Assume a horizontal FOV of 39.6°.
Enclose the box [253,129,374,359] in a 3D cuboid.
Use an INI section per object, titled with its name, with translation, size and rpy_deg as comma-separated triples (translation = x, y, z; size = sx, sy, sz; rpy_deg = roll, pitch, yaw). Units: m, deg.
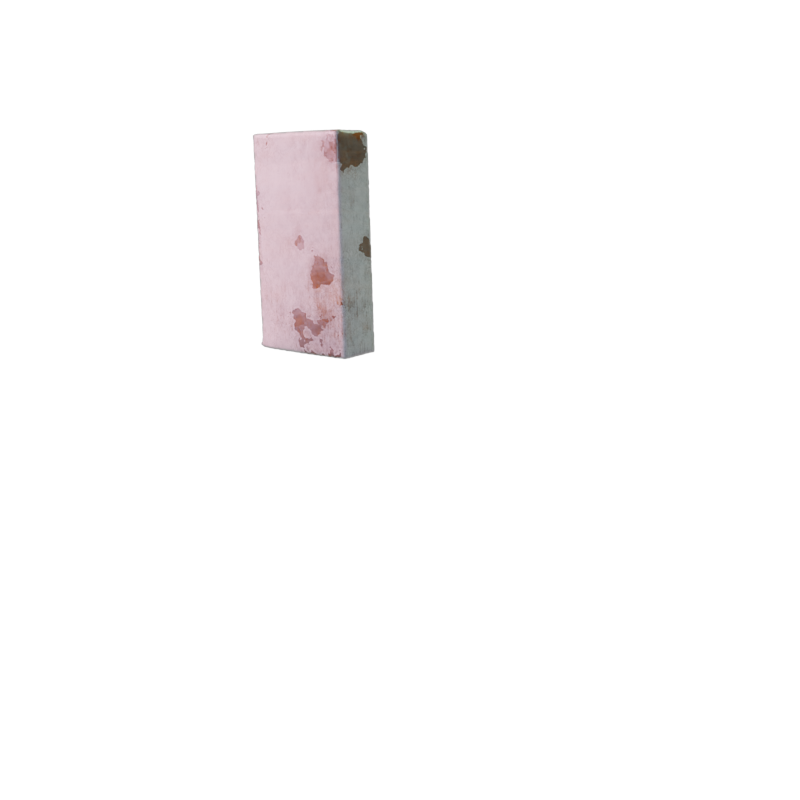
[box]
translation = -0.069, -0.126, 0.885
size = 0.097, 0.175, 0.046
rpy_deg = 4, 6, 40
